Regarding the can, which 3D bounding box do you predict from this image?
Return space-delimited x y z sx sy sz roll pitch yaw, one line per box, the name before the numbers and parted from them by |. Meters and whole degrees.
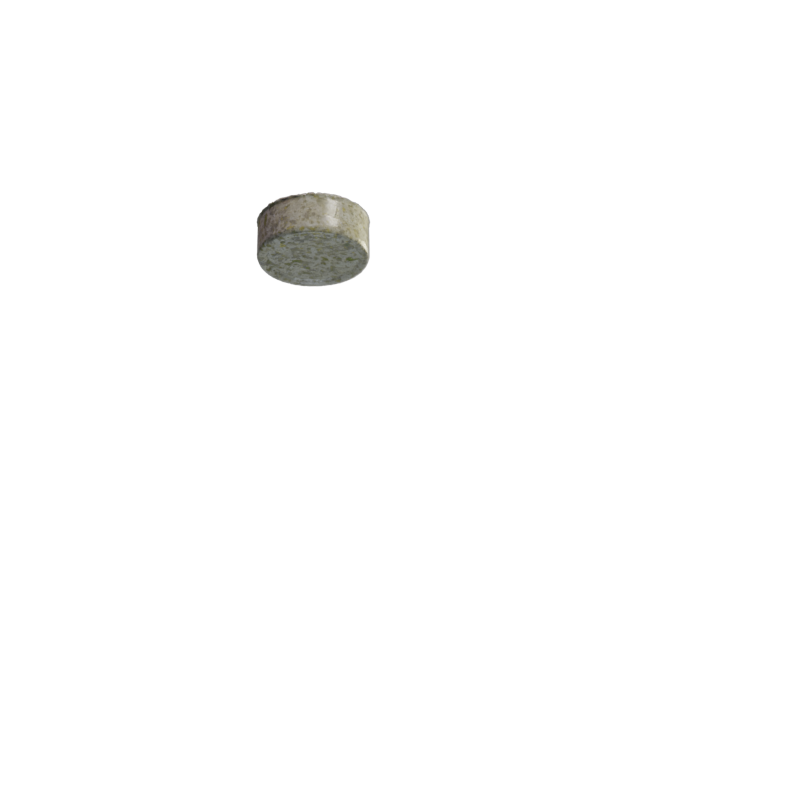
can | -0.065 -0.119 0.832 0.086 0.036 0.081 1 -25 -2
